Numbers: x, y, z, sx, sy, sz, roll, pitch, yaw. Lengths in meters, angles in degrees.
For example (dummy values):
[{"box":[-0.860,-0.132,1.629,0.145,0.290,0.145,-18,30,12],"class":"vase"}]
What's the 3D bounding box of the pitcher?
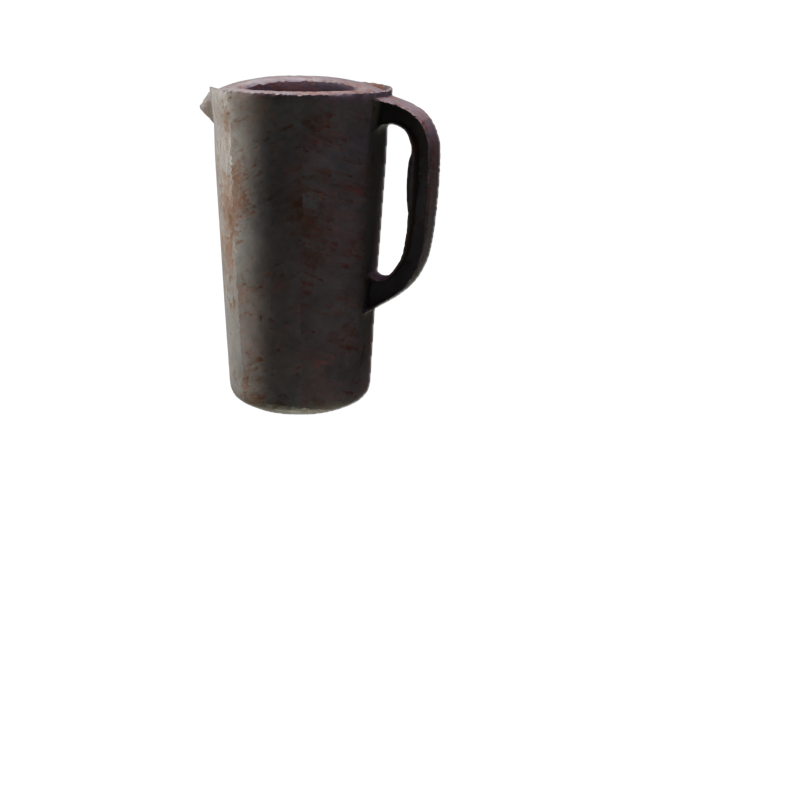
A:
[{"box":[-0.064,-0.117,0.821,0.142,0.235,0.158,-5,16,-22],"class":"pitcher"}]
